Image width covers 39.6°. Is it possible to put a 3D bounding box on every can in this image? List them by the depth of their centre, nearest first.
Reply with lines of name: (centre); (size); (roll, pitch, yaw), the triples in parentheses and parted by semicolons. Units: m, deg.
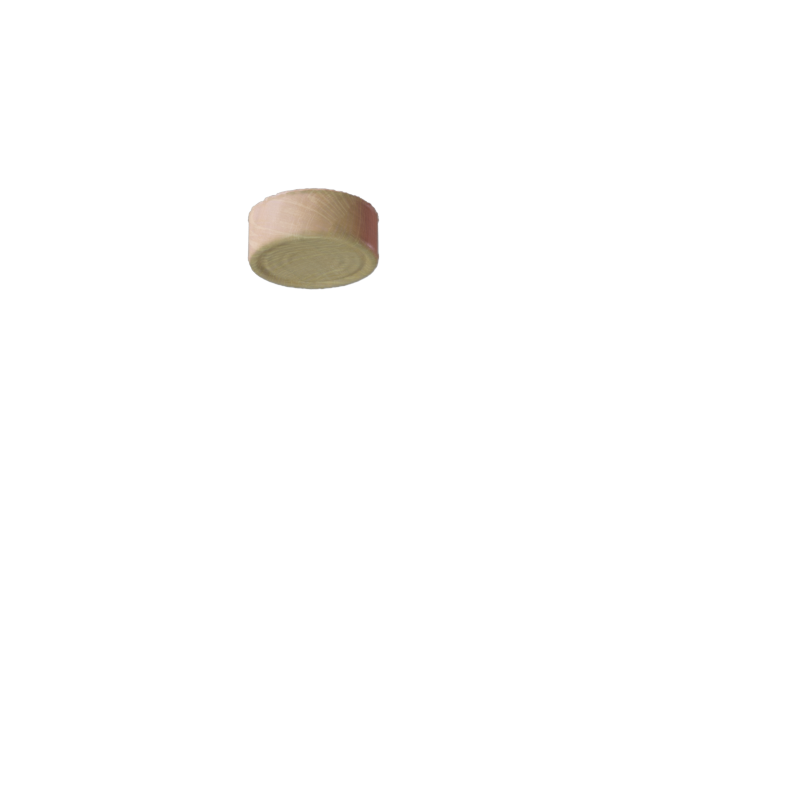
can: (-0.056, -0.103, 0.719); (0.086, 0.035, 0.082); (0, -19, -2)
